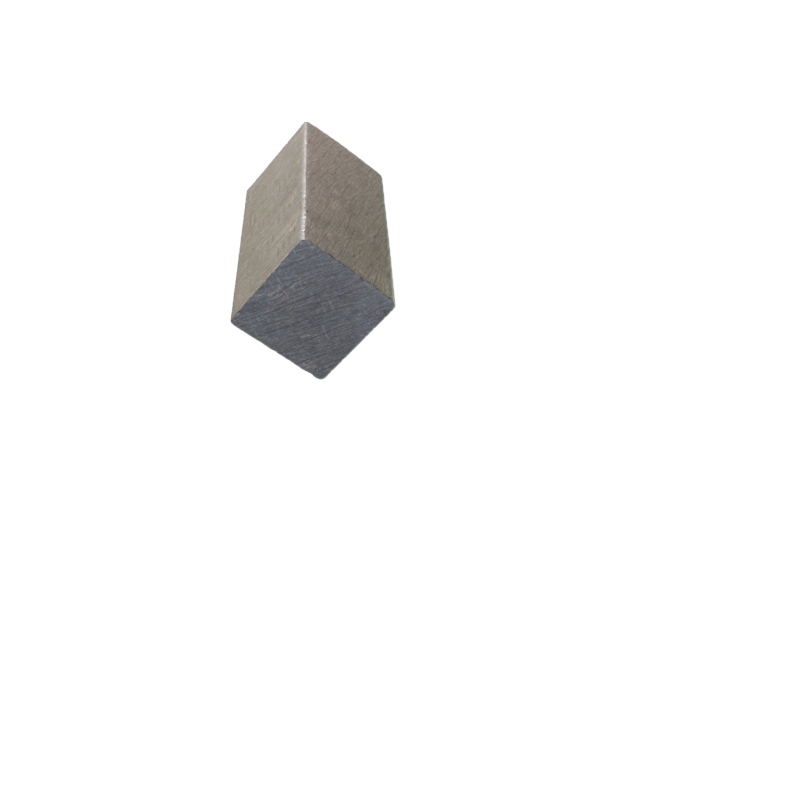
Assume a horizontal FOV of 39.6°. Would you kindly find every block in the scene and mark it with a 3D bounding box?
[{"bbox_3d":[-0.069,-0.127,0.890,0.086,0.089,0.220,33,27,-24],"label":"block"}]
